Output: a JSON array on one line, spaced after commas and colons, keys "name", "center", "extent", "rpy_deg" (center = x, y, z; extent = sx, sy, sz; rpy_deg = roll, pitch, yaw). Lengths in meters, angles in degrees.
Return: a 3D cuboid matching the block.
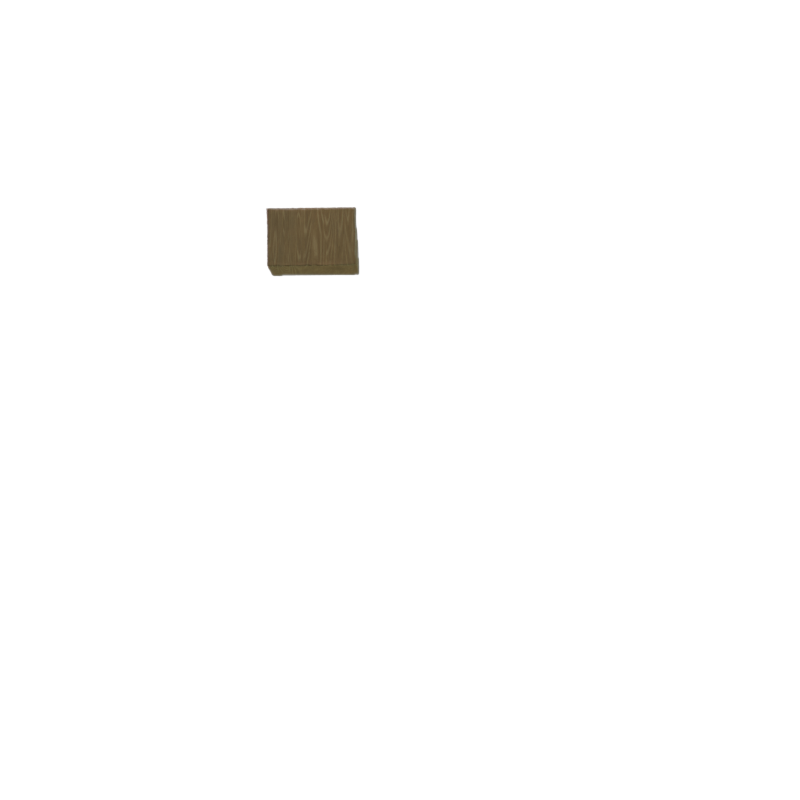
[{"name": "block", "center": [-0.074, -0.136, 0.950], "extent": [0.078, 0.052, 0.052], "rpy_deg": [0, -7, 1]}]
